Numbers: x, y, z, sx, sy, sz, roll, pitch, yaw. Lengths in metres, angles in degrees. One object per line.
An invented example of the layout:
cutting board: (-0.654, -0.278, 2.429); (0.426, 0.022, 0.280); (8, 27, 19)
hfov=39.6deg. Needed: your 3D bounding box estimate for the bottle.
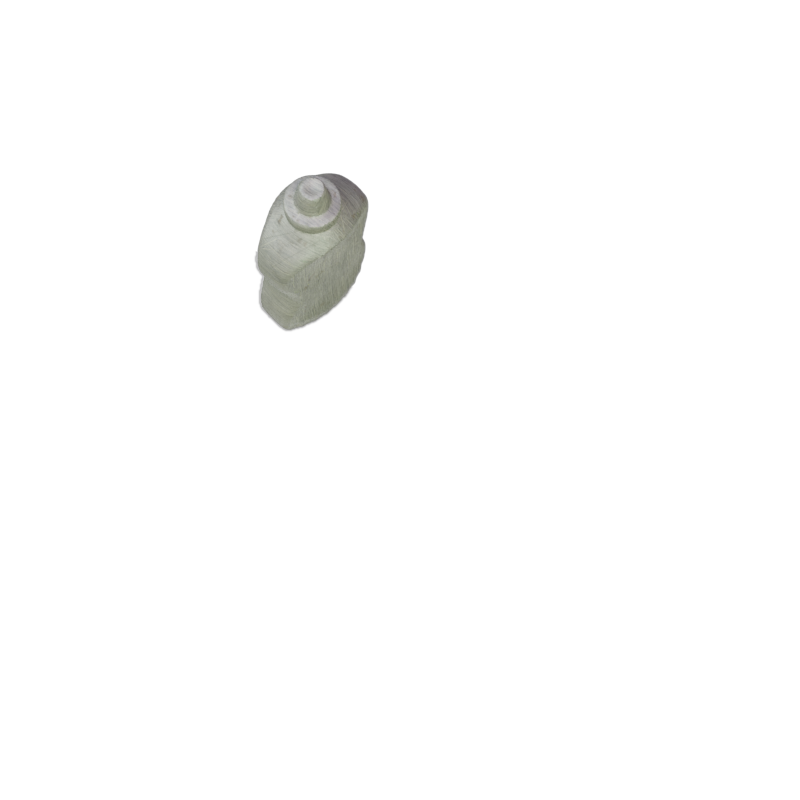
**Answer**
bottle: (-0.066, -0.119, 0.835); (0.097, 0.060, 0.184); (-43, -8, -13)
